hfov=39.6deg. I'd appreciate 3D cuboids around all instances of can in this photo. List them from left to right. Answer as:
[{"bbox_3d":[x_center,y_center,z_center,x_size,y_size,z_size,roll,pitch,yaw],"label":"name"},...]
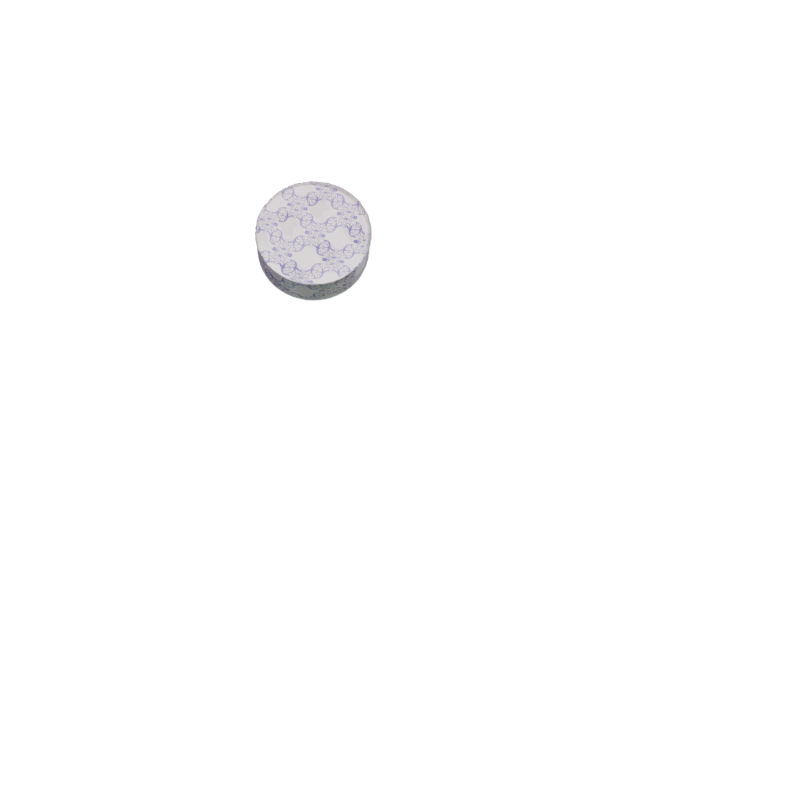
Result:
[{"bbox_3d":[-0.065,-0.118,0.829,0.086,0.091,0.032,-1,-25,-1],"label":"can"}]
